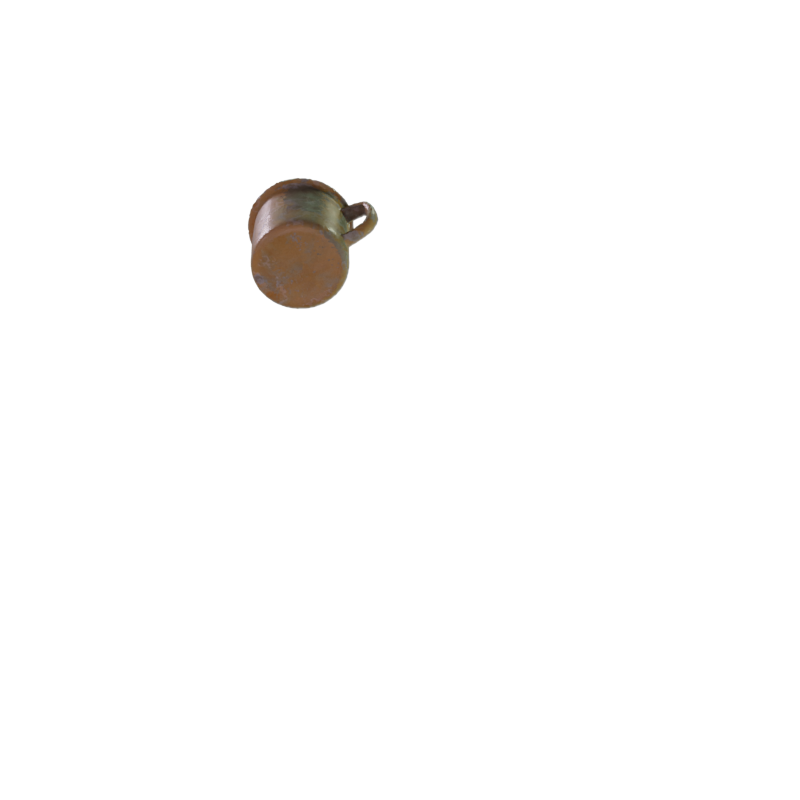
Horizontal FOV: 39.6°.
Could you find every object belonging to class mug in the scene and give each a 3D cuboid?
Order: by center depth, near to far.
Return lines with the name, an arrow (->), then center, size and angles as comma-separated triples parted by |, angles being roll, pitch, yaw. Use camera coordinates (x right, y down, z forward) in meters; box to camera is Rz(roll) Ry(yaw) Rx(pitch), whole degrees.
mug -> -0.073, -0.134, 0.937 | 0.117, 0.087, 0.087 | -19, 29, 9
